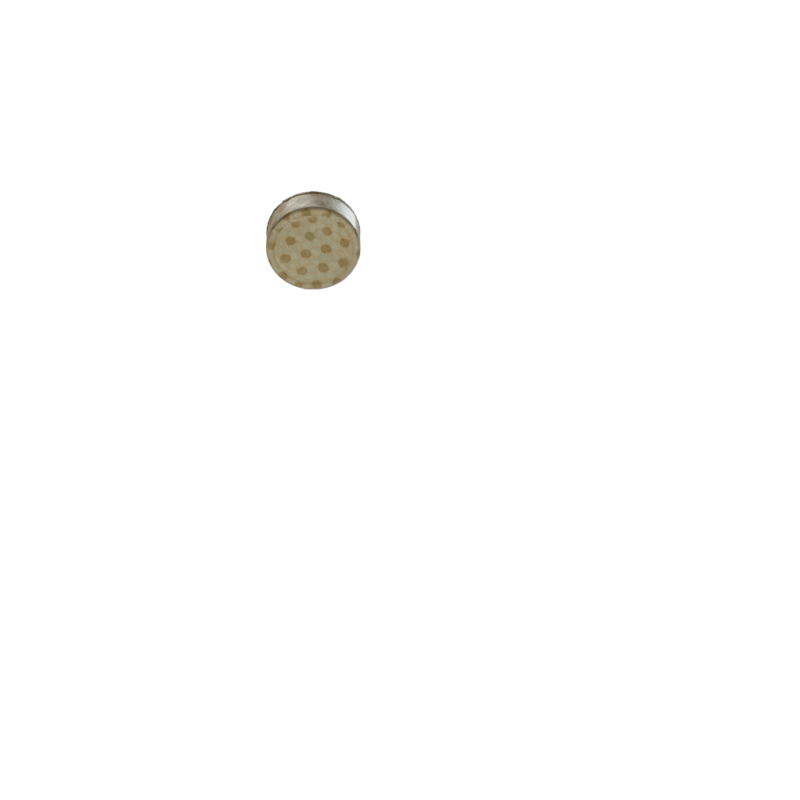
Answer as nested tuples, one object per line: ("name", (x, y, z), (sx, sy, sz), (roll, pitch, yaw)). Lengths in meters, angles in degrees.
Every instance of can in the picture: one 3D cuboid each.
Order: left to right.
("can", (-0.078, -0.142, 0.995), (0.086, 0.081, 0.036), (1, 33, -1))
